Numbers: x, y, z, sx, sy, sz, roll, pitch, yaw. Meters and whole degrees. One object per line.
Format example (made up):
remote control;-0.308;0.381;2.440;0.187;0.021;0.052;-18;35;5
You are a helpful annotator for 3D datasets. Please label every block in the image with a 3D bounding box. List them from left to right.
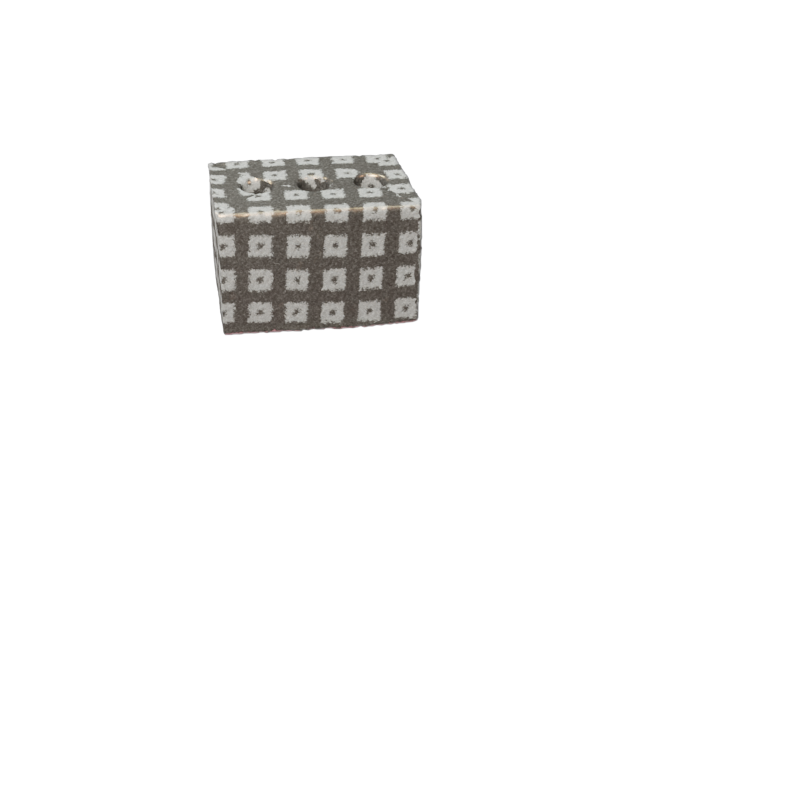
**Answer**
block;-0.034;-0.062;0.432;0.077;0.048;0.056;-4;30;-9
